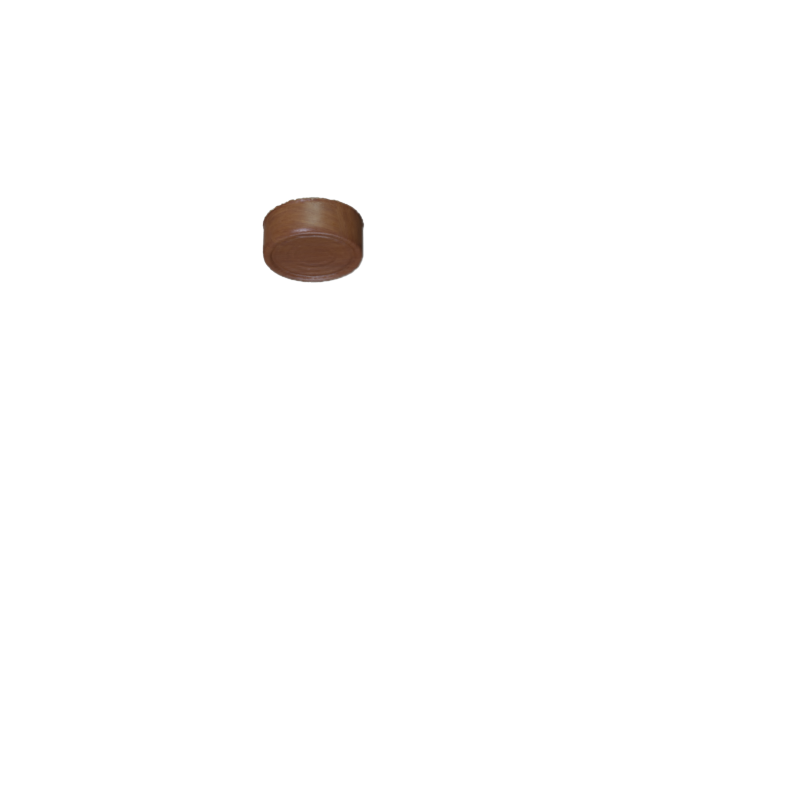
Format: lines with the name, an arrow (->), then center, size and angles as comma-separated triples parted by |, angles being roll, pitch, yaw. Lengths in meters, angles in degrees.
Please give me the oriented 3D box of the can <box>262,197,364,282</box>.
can -> -0.073, -0.133, 0.929 | 0.086, 0.036, 0.081 | 1, -26, -2
